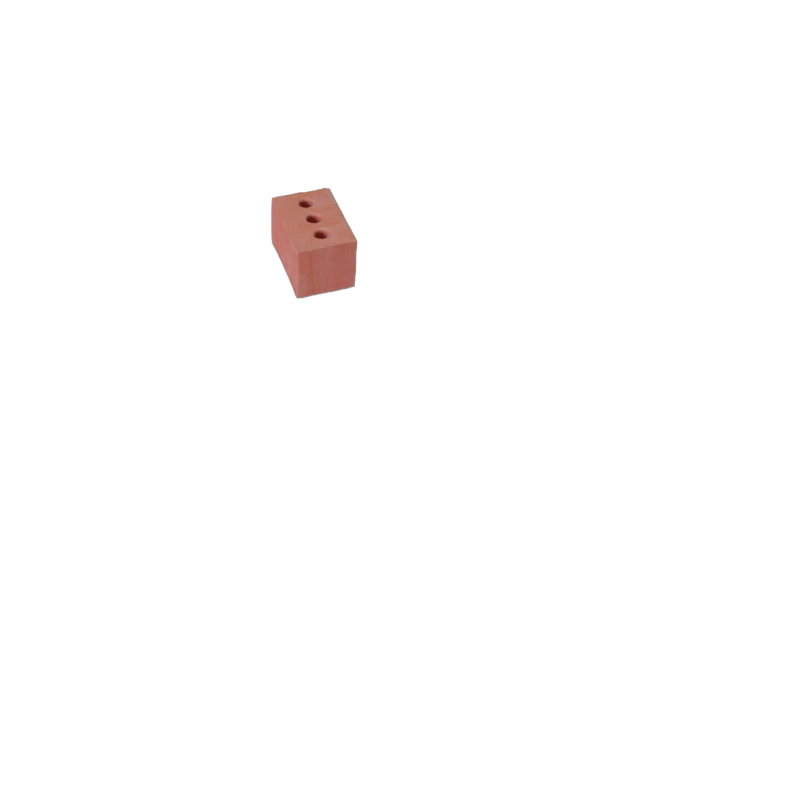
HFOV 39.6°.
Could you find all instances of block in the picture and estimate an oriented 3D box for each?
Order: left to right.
[{"bbox_3d":[-0.072,-0.131,0.915,0.052,0.048,0.084,-12,45,-15],"label":"block"}]
